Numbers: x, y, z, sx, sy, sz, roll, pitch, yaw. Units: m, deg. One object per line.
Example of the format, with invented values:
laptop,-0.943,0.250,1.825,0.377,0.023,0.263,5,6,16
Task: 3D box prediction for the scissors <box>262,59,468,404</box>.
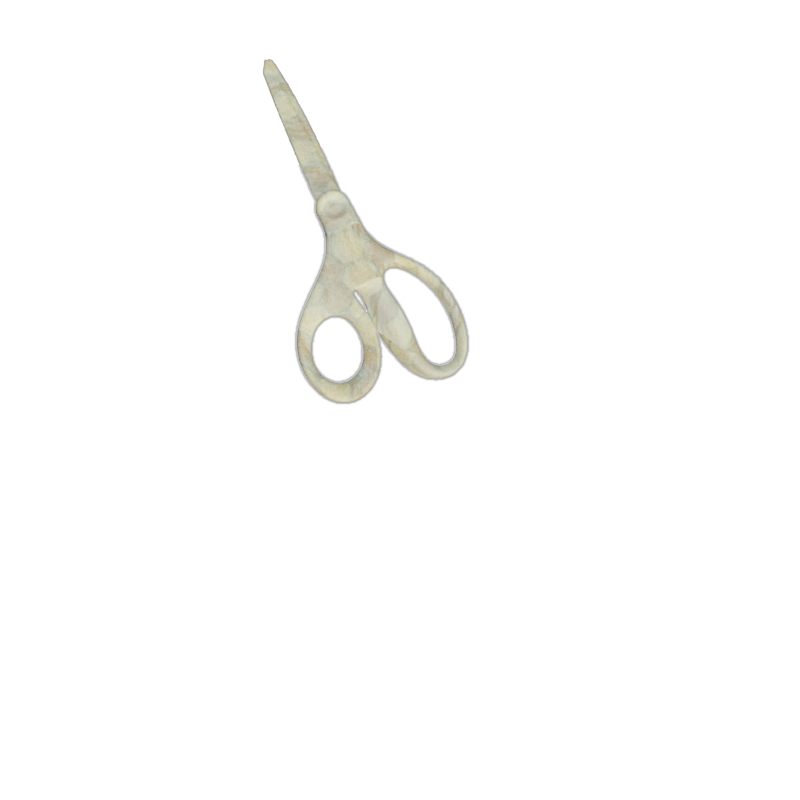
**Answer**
scissors,-0.046,-0.084,0.590,0.096,0.209,0.015,-37,-14,-11
